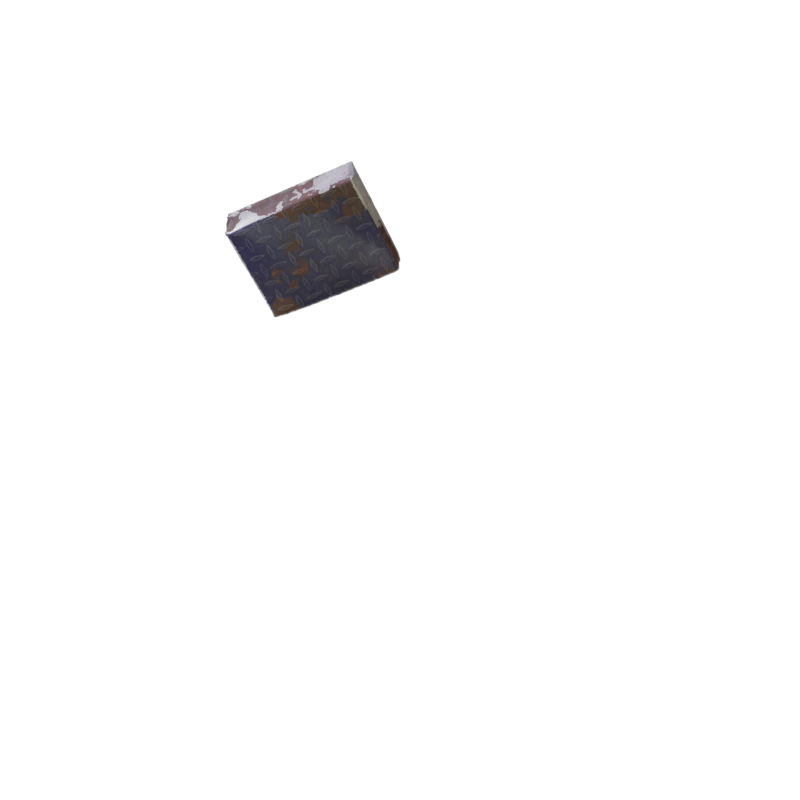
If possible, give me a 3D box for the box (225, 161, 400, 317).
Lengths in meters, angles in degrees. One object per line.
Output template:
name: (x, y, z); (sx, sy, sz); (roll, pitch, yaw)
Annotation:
box: (-0.069, -0.125, 0.876); (0.114, 0.084, 0.041); (-22, 28, 11)
